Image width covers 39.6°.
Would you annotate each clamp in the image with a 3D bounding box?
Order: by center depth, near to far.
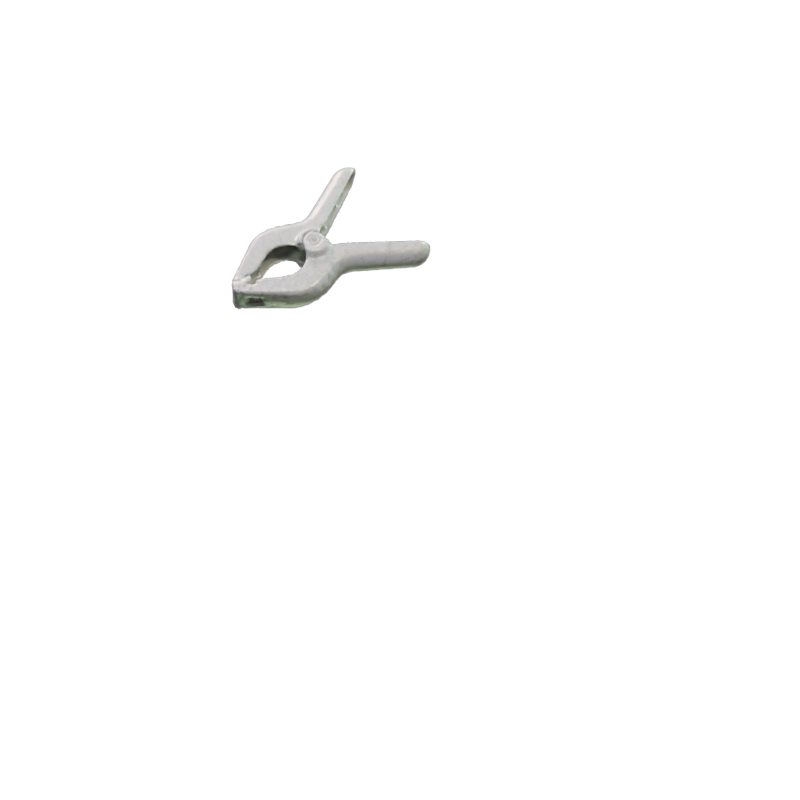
[{"bbox_3d":[-0.074,-0.135,0.949,0.170,0.130,0.036,-22,-37,-18],"label":"clamp"}]
